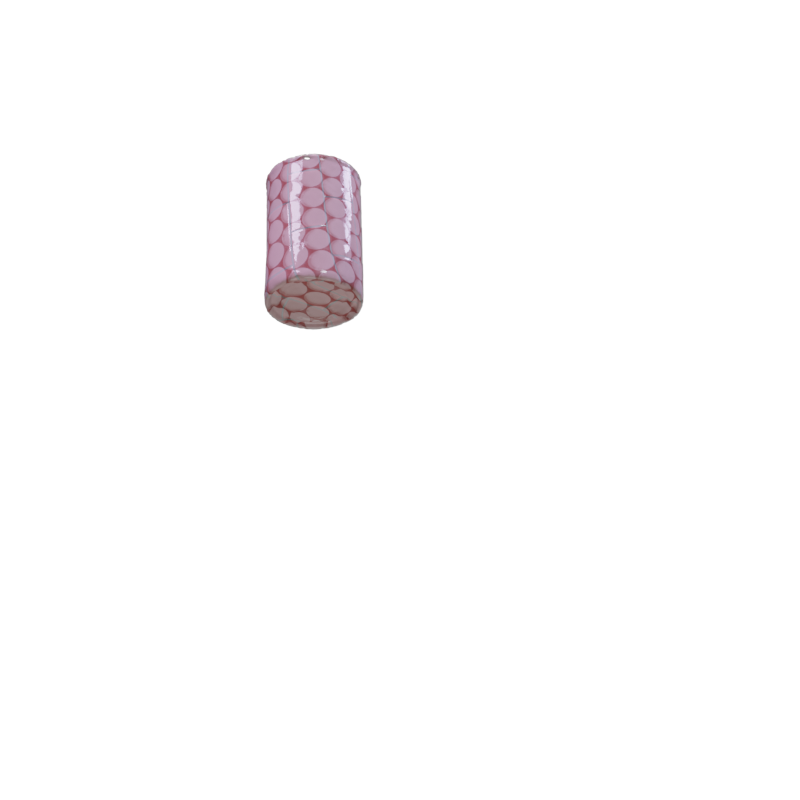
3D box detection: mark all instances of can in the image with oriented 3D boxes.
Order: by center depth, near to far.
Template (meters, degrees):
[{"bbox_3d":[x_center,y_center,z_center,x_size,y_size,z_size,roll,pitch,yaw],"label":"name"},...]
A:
[{"bbox_3d":[-0.060,-0.109,0.761,0.068,0.109,0.064,-1,-32,-2],"label":"can"}]
